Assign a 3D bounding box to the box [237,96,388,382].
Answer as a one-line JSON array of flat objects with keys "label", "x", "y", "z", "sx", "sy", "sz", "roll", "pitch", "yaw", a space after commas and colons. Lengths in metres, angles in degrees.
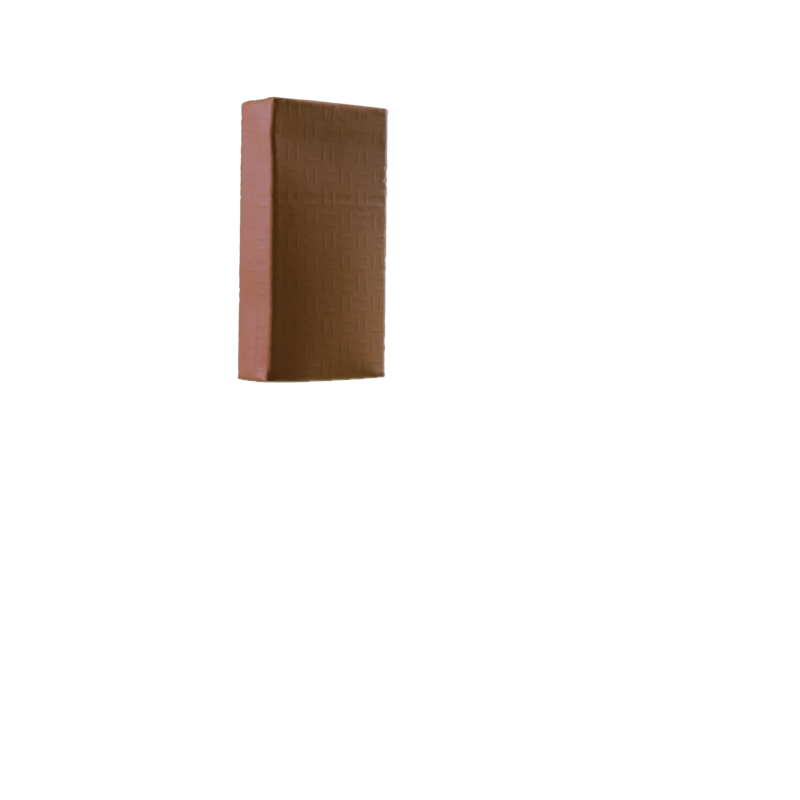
[{"label": "box", "x": -0.056, "y": -0.101, "z": 0.710, "sx": 0.090, "sy": 0.177, "sz": 0.050, "roll": 0, "pitch": -2, "yaw": -38}]
